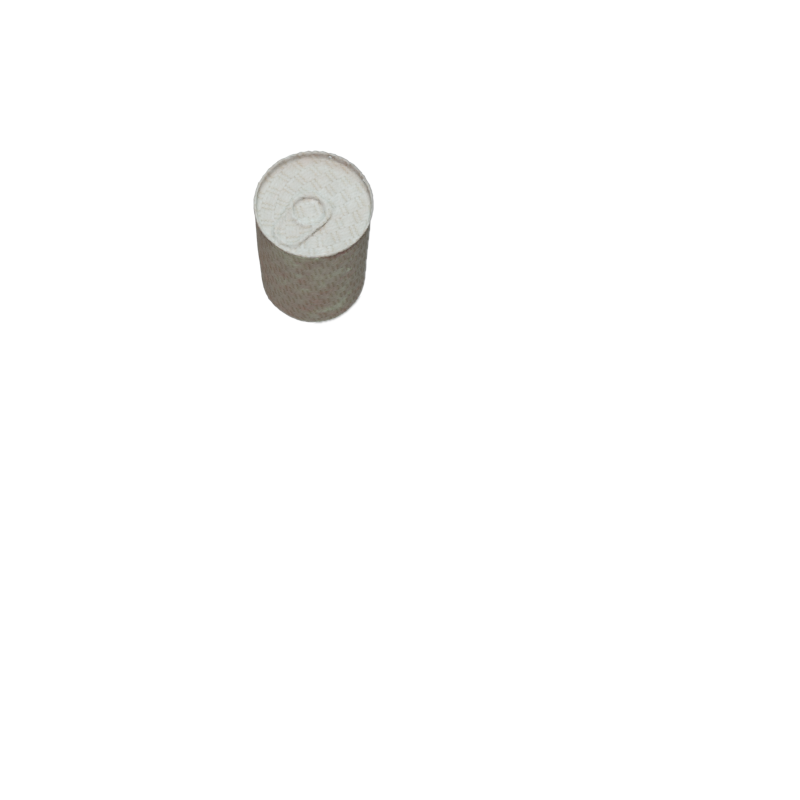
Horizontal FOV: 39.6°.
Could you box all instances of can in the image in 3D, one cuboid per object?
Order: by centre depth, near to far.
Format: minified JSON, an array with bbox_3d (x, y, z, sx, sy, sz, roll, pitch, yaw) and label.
[{"bbox_3d":[-0.052,-0.095,0.668,0.068,0.072,0.097,0,-21,-3],"label":"can"}]
